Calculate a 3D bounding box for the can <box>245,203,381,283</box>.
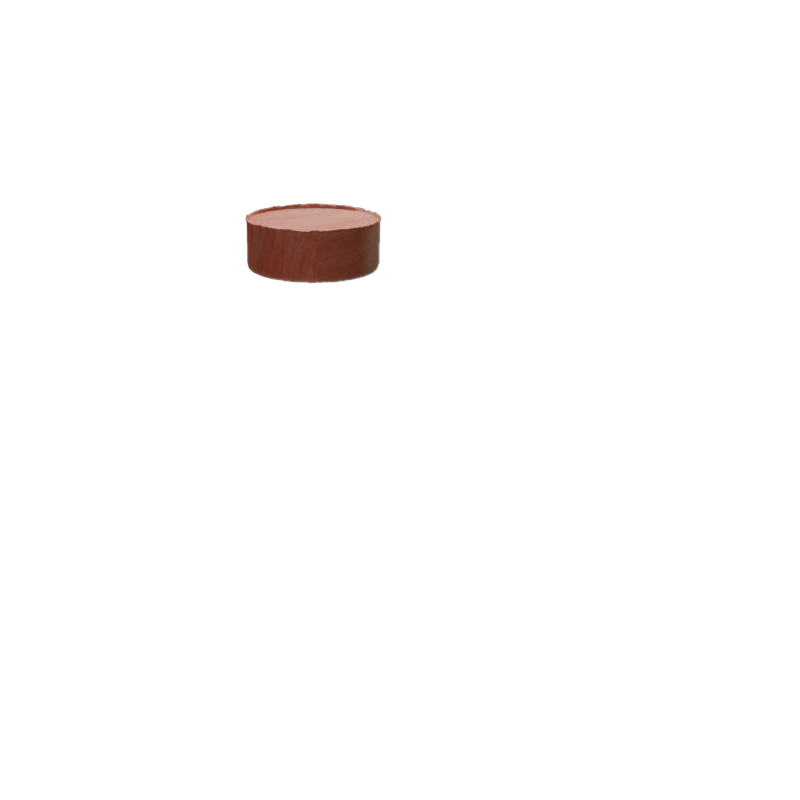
[{"bbox_3d":[-0.055,-0.100,0.703,0.086,0.032,0.089,-1,19,-2],"label":"can"}]
